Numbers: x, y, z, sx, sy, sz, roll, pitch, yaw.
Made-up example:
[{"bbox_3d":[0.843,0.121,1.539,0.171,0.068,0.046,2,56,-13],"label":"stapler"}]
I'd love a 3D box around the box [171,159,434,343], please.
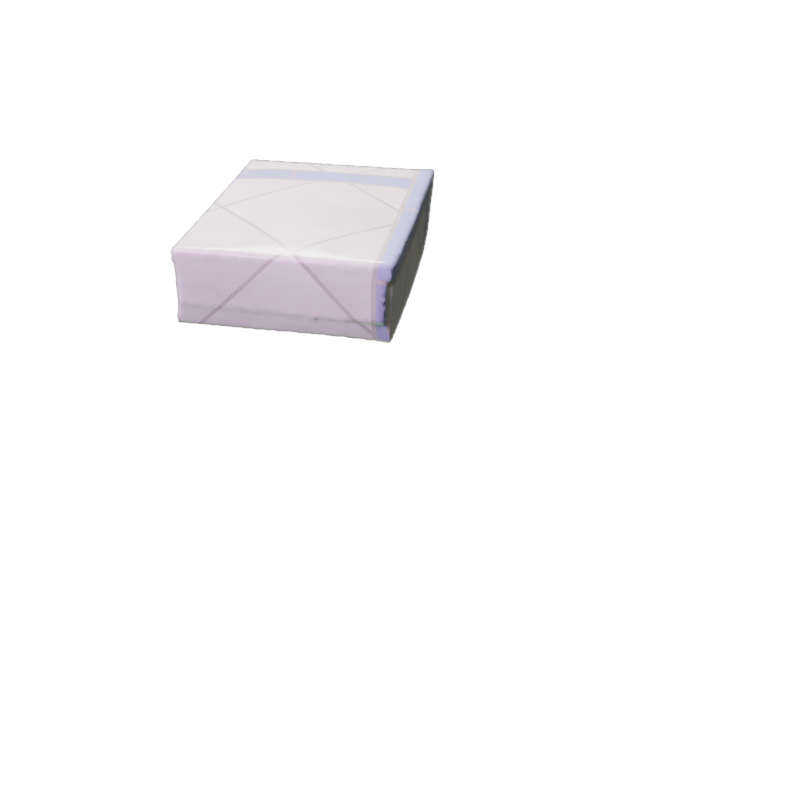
[{"bbox_3d":[-0.037,-0.068,0.479,0.091,0.037,0.118,5,28,10],"label":"box"}]
